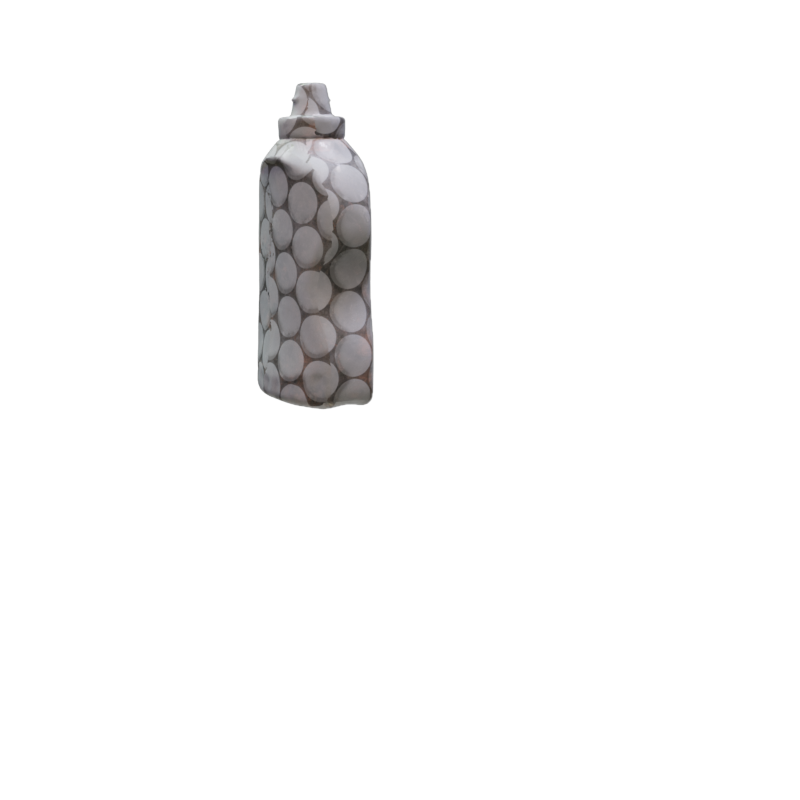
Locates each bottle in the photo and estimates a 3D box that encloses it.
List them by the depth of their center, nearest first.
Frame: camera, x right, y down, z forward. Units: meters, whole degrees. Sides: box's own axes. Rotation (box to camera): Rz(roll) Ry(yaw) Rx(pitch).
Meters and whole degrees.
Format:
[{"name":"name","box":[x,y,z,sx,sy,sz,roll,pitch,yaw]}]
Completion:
[{"name":"bottle","box":[-0.053,-0.097,0.677,0.057,0.190,0.100,-2,5,-29]}]
